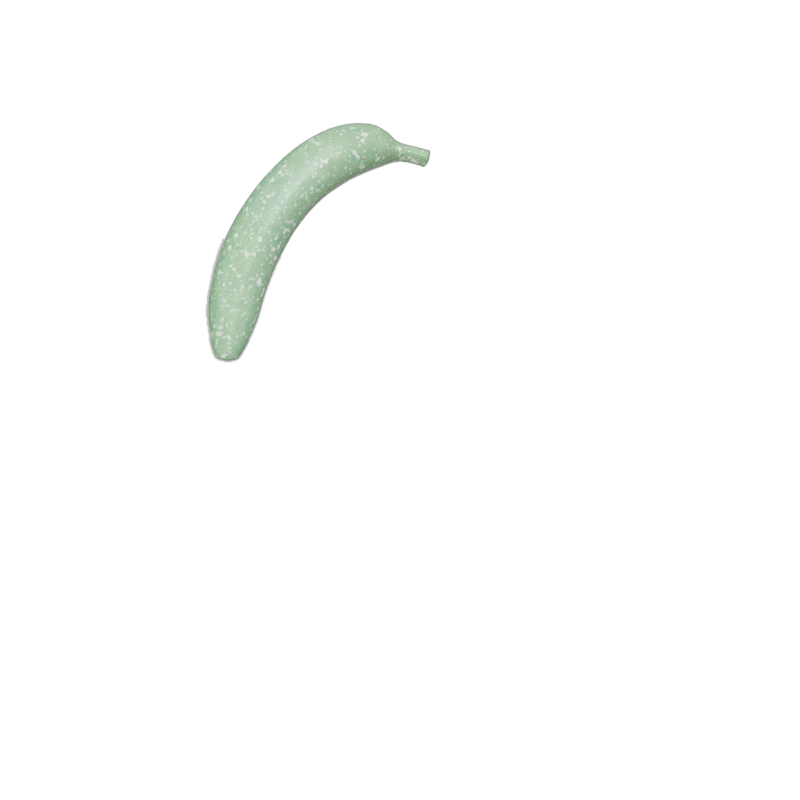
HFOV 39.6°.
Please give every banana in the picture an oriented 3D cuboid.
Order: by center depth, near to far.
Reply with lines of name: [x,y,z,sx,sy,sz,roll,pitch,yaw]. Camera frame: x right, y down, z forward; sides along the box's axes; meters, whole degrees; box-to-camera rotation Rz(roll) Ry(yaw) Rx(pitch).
banana: [-0.066,-0.115,0.708,0.072,0.200,0.035,39,-15,11]
